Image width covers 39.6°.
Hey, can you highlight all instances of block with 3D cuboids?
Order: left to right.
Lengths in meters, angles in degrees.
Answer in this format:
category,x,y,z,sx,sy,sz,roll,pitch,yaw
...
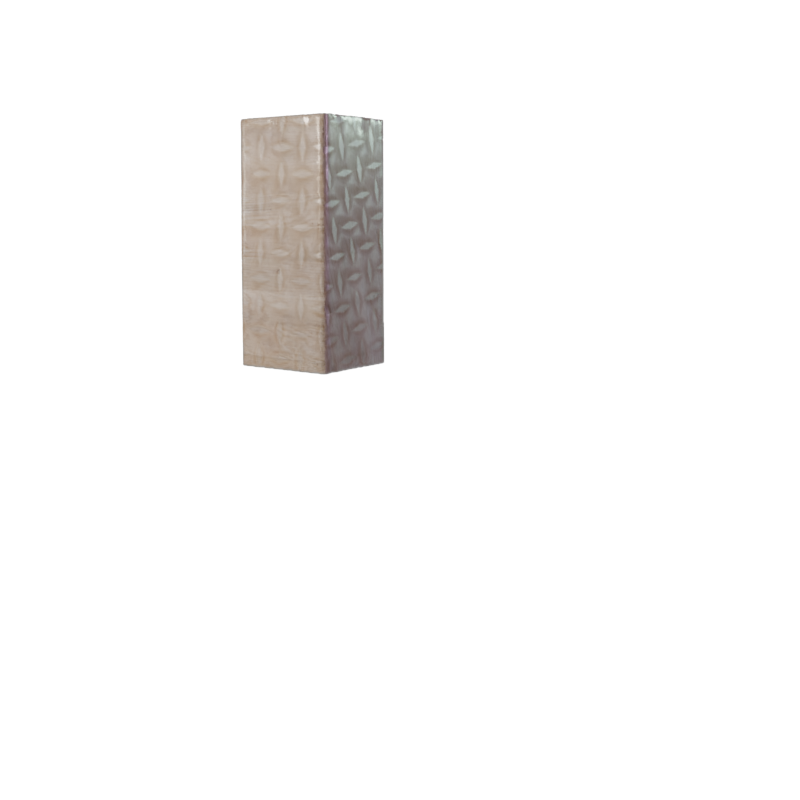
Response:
category,x,y,z,sx,sy,sz,roll,pitch,yaw
block,-0.074,-0.133,0.932,0.094,0.205,0.087,2,4,35
